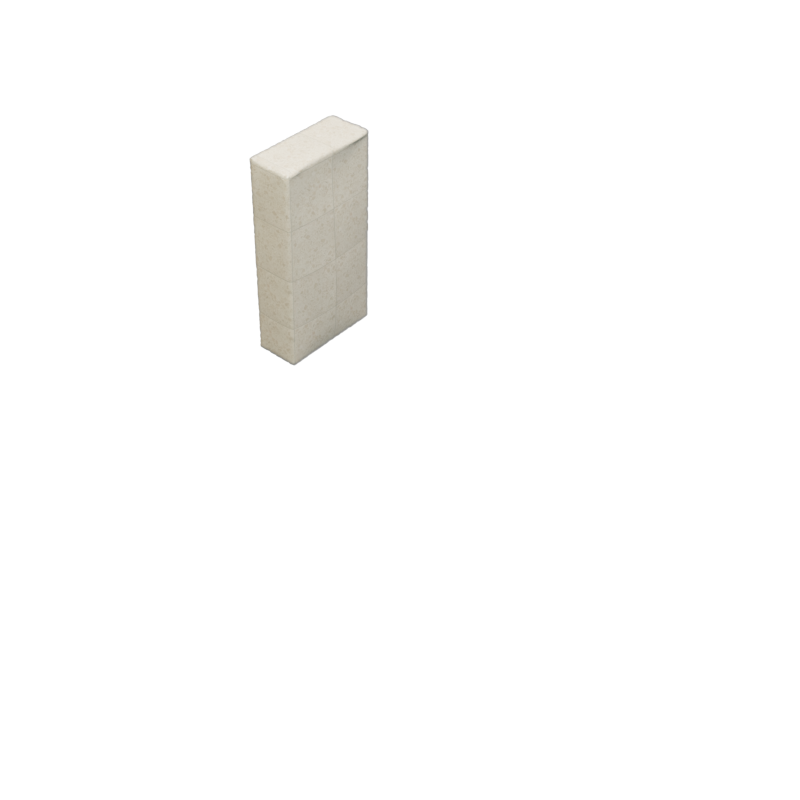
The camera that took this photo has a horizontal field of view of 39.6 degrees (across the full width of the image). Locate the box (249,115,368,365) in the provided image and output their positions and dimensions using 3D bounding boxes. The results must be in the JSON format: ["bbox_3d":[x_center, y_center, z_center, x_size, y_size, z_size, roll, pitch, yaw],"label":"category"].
[{"bbox_3d":[-0.068,-0.123,0.864,0.051,0.165,0.094,29,46,28],"label":"box"}]
